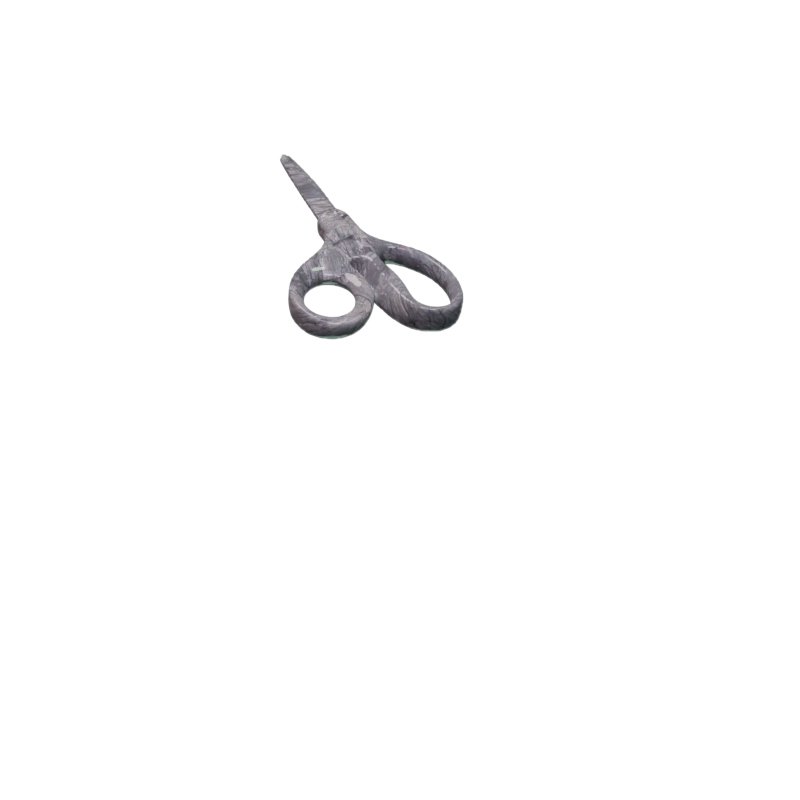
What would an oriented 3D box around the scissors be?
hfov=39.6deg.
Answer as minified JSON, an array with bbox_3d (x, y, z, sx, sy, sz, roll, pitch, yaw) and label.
[{"bbox_3d":[-0.048,-0.088,0.613,0.095,0.015,0.217,-22,41,-28],"label":"scissors"}]
